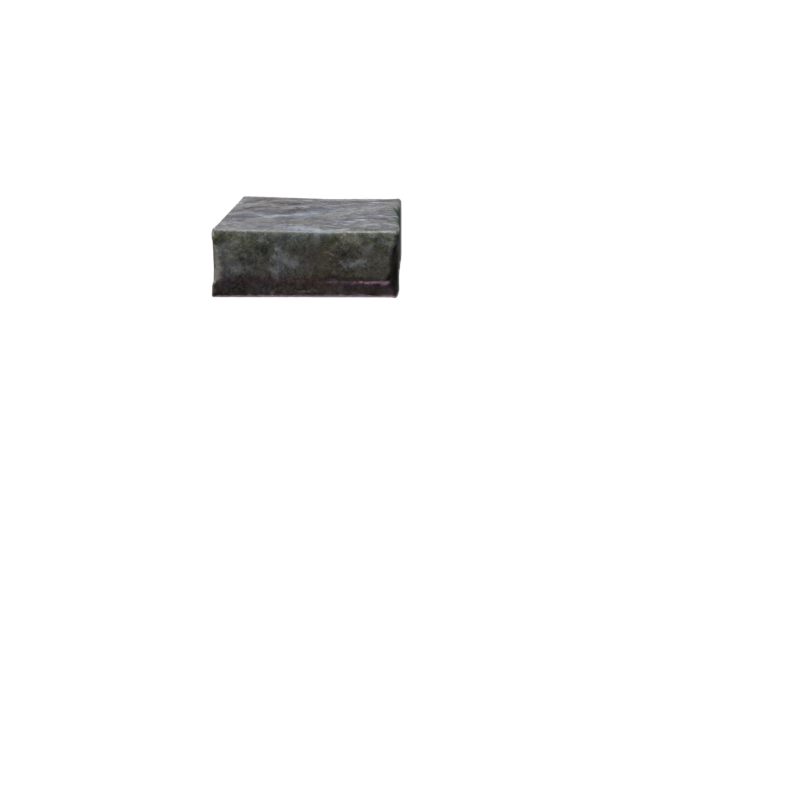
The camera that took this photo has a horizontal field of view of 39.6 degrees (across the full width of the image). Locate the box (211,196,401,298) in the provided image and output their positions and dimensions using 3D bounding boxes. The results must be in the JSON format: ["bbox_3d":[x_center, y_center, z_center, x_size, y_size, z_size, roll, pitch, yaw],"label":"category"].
[{"bbox_3d":[-0.036,-0.066,0.464,0.073,0.029,0.092,1,17,2],"label":"box"}]
